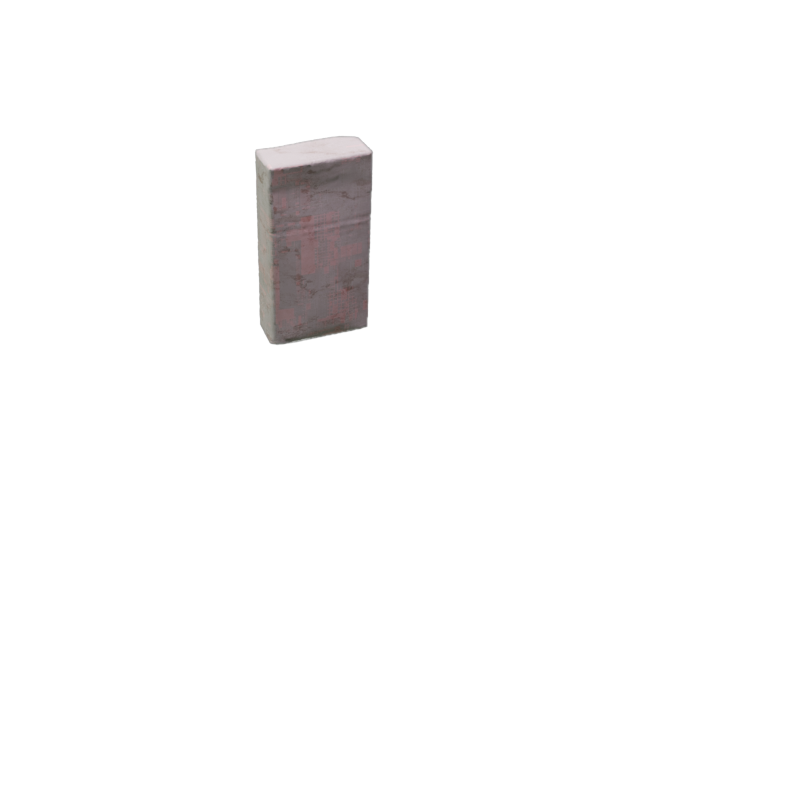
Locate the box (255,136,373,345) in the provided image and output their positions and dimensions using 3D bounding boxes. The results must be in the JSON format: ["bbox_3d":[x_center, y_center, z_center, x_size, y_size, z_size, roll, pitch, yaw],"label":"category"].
[{"bbox_3d":[-0.074,-0.136,0.951,0.092,0.166,0.052,-11,33,-20],"label":"box"}]
